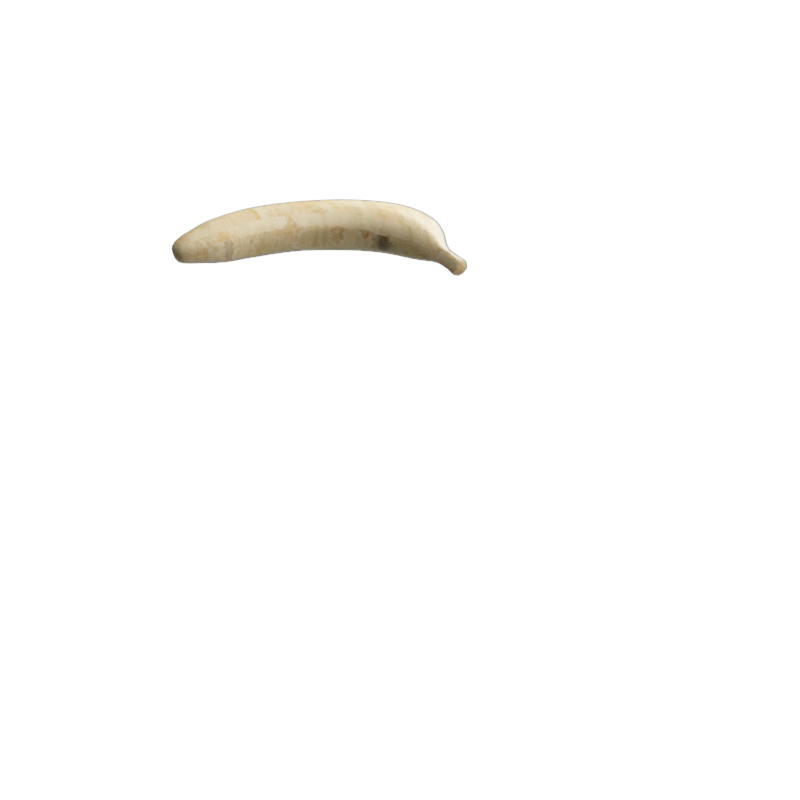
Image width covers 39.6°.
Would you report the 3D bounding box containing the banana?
[{"bbox_3d":[-0.055,-0.115,0.765,0.198,0.035,0.073,1,25,2],"label":"banana"}]
